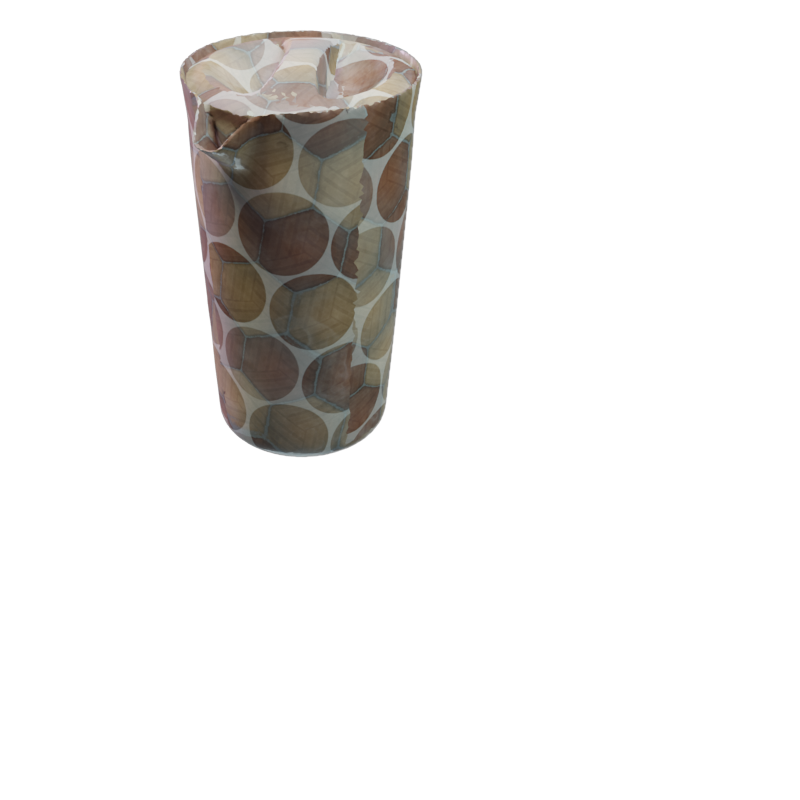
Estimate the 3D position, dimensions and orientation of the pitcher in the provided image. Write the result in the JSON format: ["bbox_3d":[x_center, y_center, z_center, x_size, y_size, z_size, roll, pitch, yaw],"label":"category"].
[{"bbox_3d":[-0.053,-0.096,0.672,0.147,0.228,0.156,-6,33,-12],"label":"pitcher"}]
